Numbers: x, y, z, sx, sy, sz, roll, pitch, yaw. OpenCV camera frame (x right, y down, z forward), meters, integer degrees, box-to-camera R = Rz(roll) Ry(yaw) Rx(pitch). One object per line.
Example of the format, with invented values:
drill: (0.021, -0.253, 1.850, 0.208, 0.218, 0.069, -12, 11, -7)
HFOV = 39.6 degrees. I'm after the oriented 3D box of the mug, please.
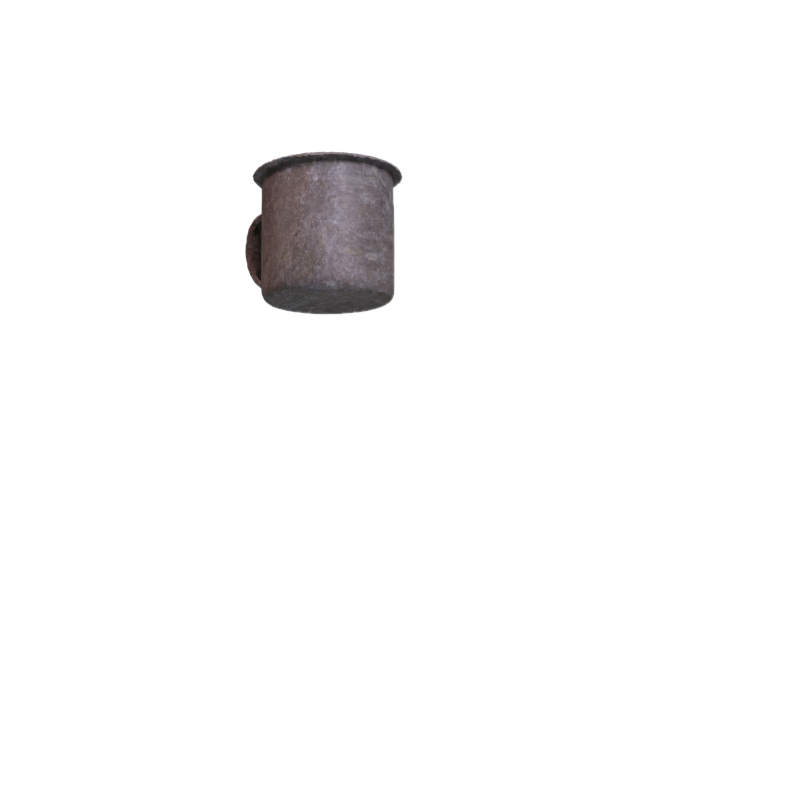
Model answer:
mug: (-0.054, -0.099, 0.690, 0.120, 0.084, 0.088, -8, -13, 39)
